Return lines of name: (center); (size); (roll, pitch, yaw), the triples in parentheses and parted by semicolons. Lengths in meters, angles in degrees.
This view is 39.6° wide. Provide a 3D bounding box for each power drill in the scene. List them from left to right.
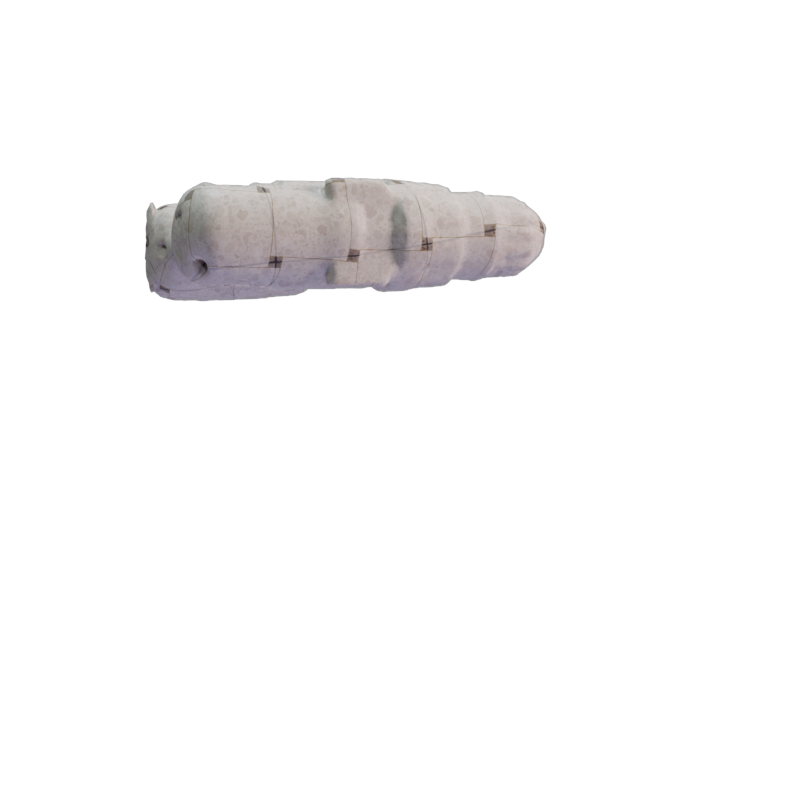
power drill: (-0.045, -0.082, 0.575); (0.179, 0.058, 0.193); (-1, 3, -25)
